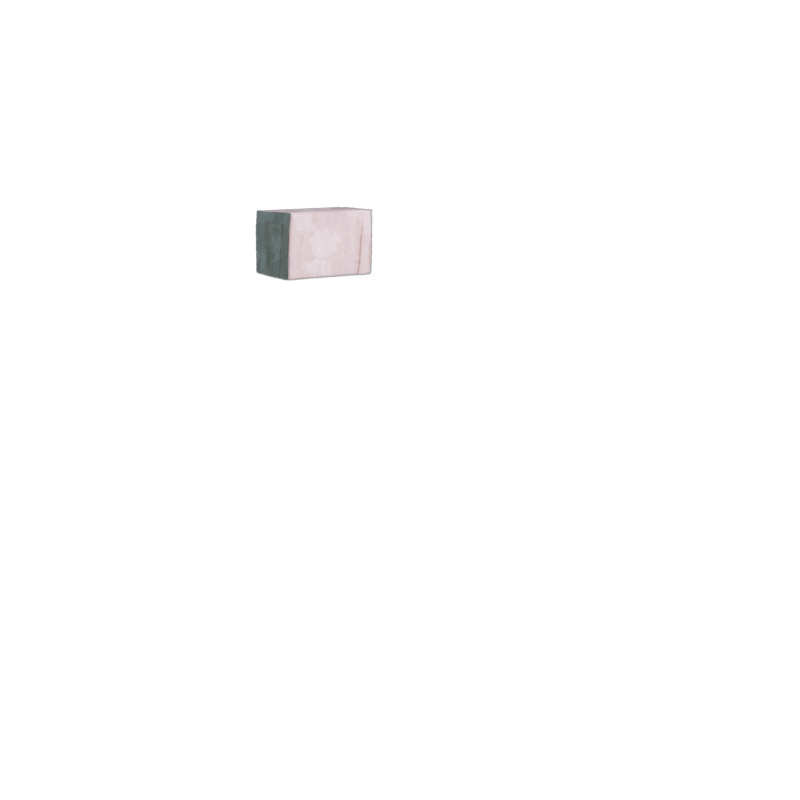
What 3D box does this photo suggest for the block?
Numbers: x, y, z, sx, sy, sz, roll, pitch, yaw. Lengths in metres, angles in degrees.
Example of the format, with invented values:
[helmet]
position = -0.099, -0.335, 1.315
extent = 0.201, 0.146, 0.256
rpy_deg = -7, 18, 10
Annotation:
[block]
position = -0.068, -0.123, 0.862
extent = 0.076, 0.050, 0.055
rpy_deg = -8, 12, -35
